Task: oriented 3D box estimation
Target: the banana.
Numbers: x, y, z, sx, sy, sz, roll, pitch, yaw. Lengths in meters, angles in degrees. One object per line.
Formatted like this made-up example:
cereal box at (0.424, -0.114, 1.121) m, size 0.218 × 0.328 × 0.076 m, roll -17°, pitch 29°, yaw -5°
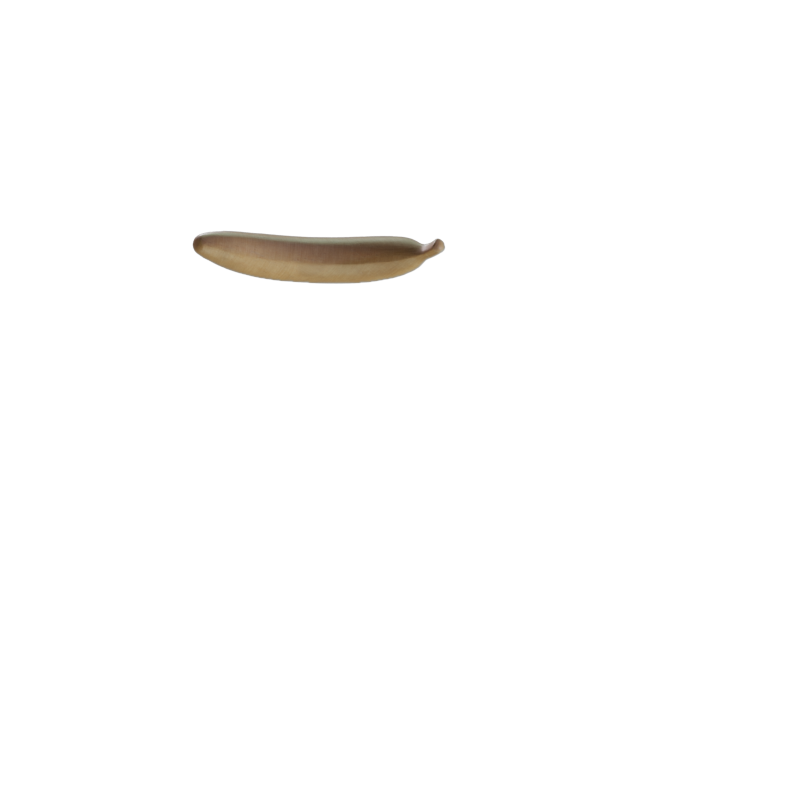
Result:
banana at (-0.066, -0.119, 0.897) m, size 0.198 × 0.039 × 0.066 m, roll -1°, pitch -23°, yaw 1°
